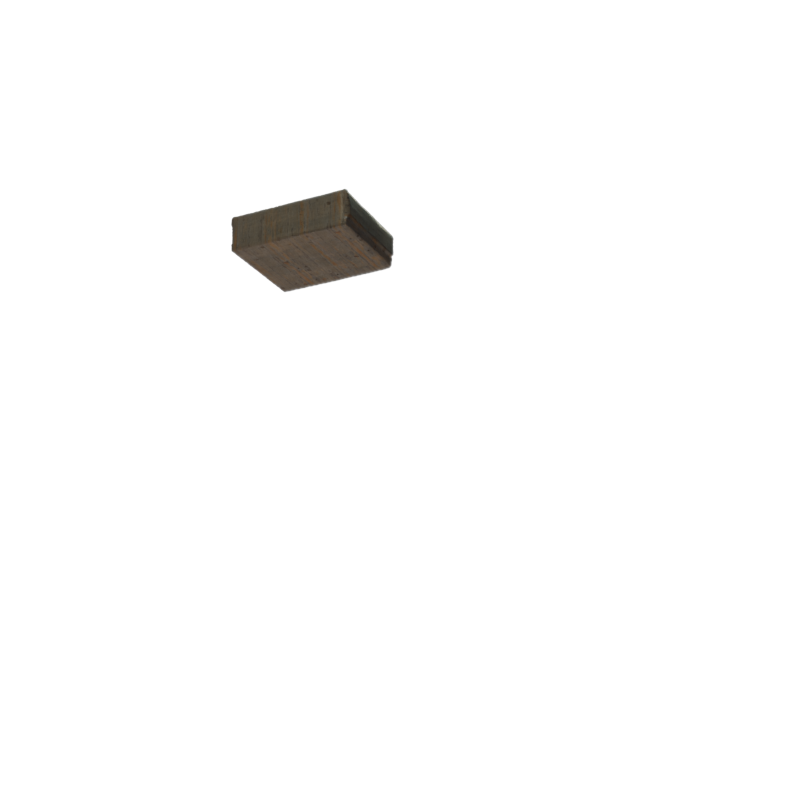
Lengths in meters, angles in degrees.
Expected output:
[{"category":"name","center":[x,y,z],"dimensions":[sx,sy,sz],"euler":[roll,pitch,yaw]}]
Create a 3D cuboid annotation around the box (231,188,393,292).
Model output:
[{"category":"box","center":[-0.059,-0.108,0.756],"dimensions":[0.091,0.032,0.068],"euler":[-11,-24,24]}]
